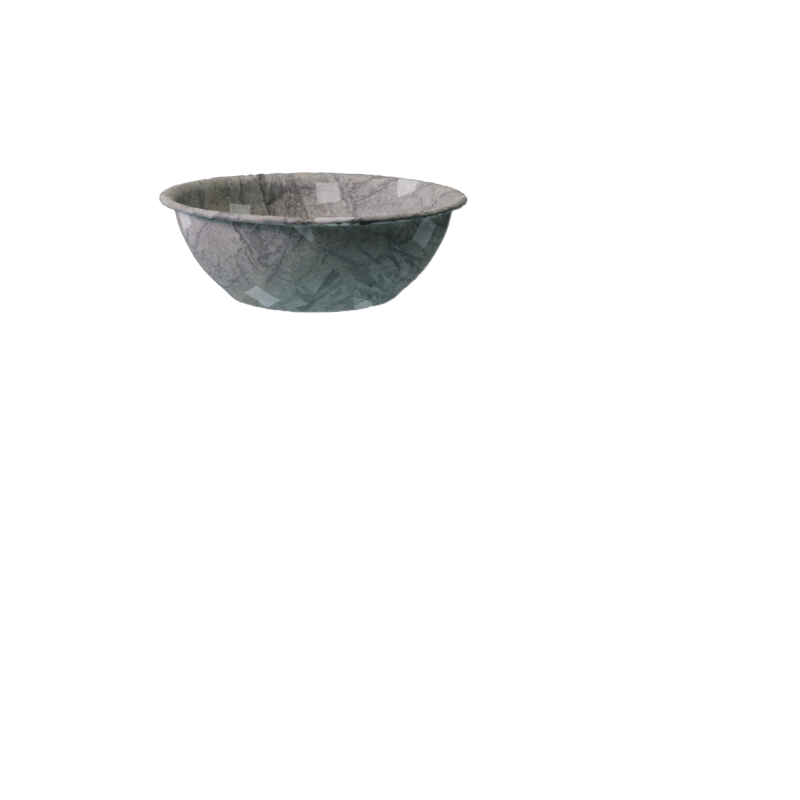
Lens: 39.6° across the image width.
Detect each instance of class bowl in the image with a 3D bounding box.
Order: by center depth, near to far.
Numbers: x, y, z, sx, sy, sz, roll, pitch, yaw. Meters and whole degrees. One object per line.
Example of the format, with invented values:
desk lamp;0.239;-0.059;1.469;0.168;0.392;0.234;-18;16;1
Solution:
bowl;-0.046;-0.084;0.590;0.162;0.053;0.168;-1;18;-2
